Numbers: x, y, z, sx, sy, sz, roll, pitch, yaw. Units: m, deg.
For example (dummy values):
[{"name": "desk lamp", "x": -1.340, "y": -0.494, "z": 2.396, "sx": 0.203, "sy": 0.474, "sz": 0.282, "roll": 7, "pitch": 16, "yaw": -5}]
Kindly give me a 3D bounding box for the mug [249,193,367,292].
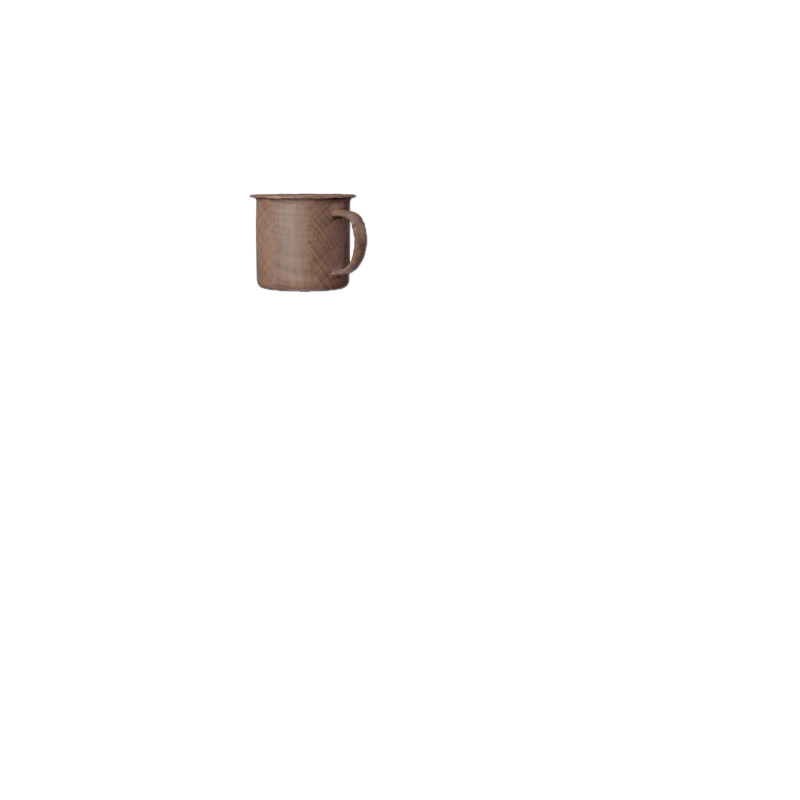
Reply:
[{"name": "mug", "x": -0.075, "y": -0.137, "z": 0.957, "sx": 0.122, "sy": 0.080, "sz": 0.090, "roll": 7, "pitch": 11, "yaw": 39}]
